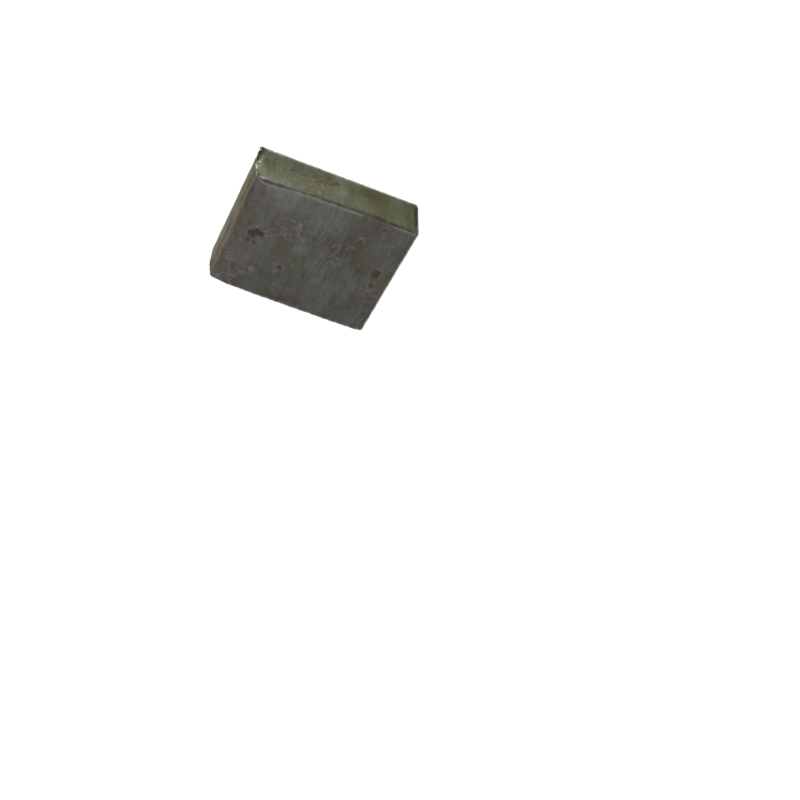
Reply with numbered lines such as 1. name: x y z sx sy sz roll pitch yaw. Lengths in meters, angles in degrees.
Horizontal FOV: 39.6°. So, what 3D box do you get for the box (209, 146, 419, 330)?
1. box: -0.056 -0.102 0.717 0.110 0.086 0.042 19 37 -15
